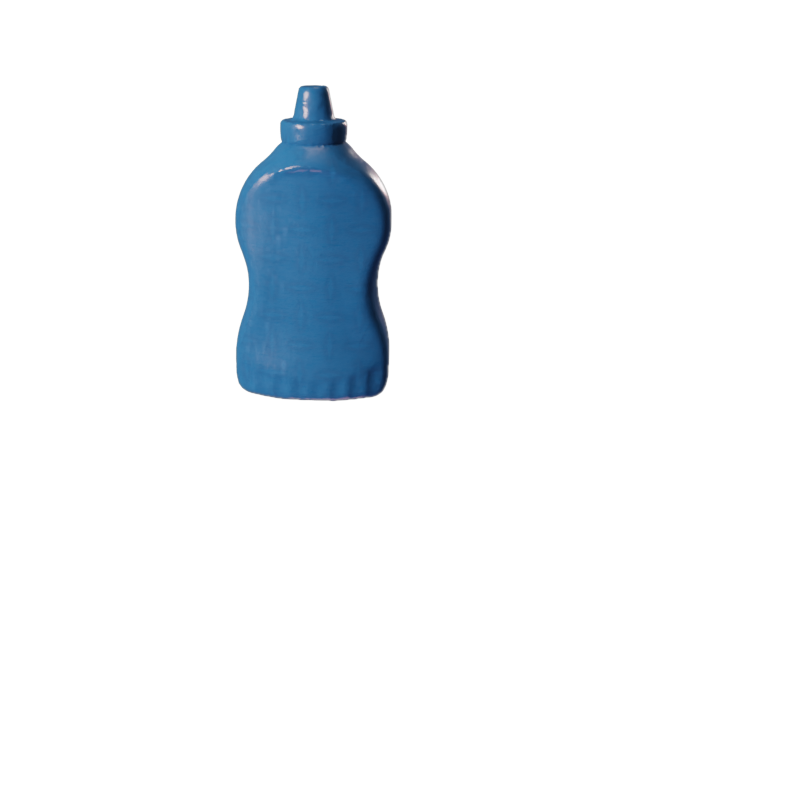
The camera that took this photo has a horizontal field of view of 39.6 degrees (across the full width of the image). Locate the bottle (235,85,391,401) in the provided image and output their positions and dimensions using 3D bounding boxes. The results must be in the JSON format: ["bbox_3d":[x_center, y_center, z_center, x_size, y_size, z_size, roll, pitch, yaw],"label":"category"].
[{"bbox_3d":[-0.054,-0.098,0.689,0.097,0.186,0.060,2,14,6],"label":"bottle"}]
